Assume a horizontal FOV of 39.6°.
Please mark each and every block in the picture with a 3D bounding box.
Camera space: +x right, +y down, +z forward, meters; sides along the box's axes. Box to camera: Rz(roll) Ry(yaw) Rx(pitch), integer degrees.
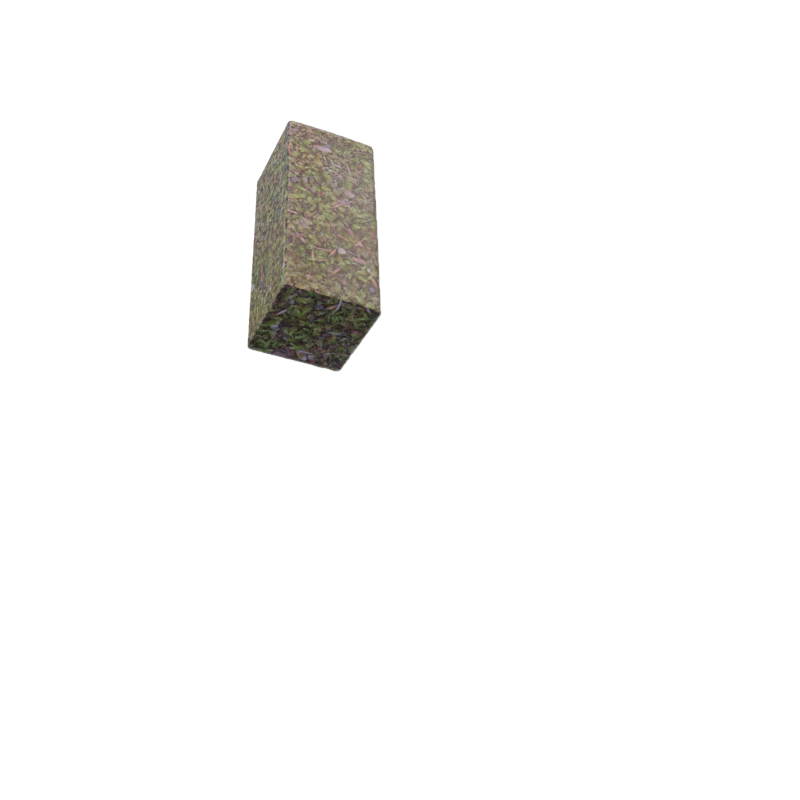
[{"bbox_3d":[-0.077,-0.143,0.999,0.087,0.221,0.087,15,-44,-20],"label":"block"}]
